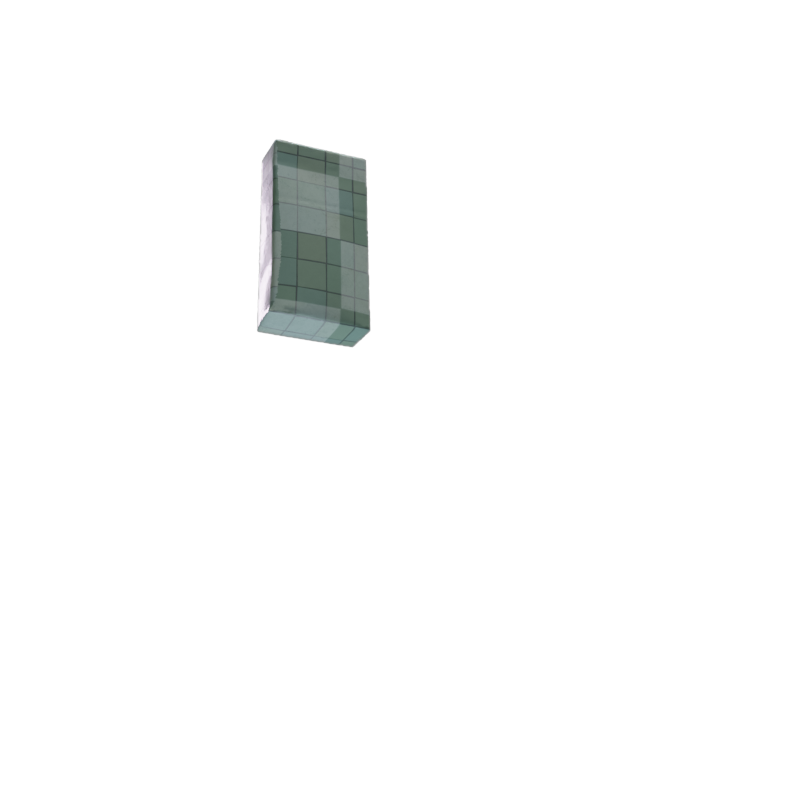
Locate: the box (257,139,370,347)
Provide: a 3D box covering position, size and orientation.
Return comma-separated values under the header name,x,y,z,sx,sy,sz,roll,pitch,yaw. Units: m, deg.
name,x,y,z,sx,sy,sz,roll,pitch,yaw
box,-0.077,-0.141,0.985,0.090,0.188,0.047,10,-31,-20
